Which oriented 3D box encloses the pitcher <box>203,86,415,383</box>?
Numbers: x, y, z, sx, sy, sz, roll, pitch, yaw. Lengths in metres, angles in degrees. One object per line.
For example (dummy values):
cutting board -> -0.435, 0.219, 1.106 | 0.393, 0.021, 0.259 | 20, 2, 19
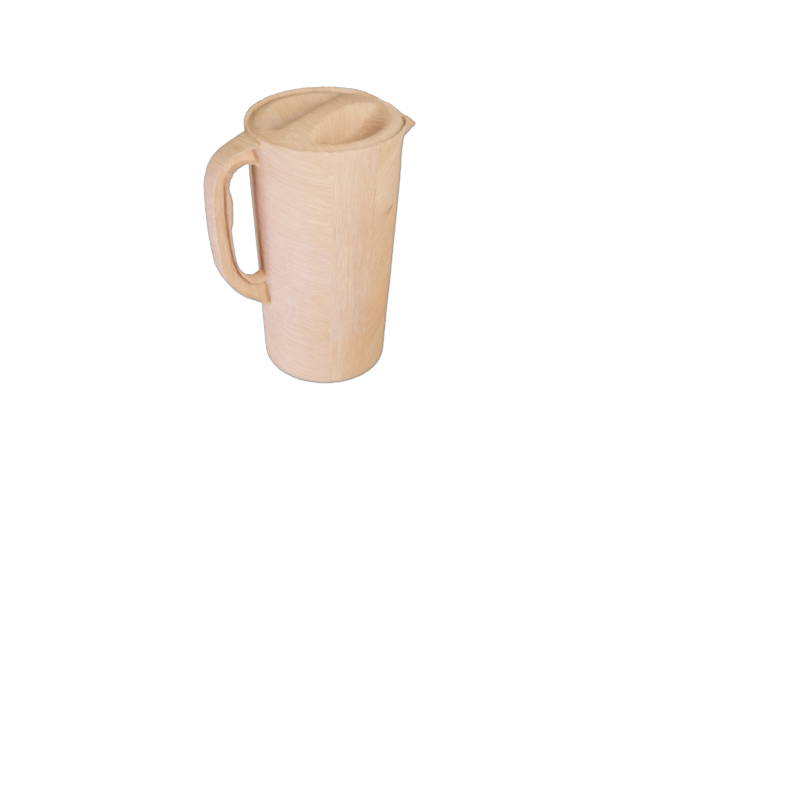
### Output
pitcher -> -0.075, -0.136, 0.955 | 0.152, 0.228, 0.151 | 9, 34, 11
